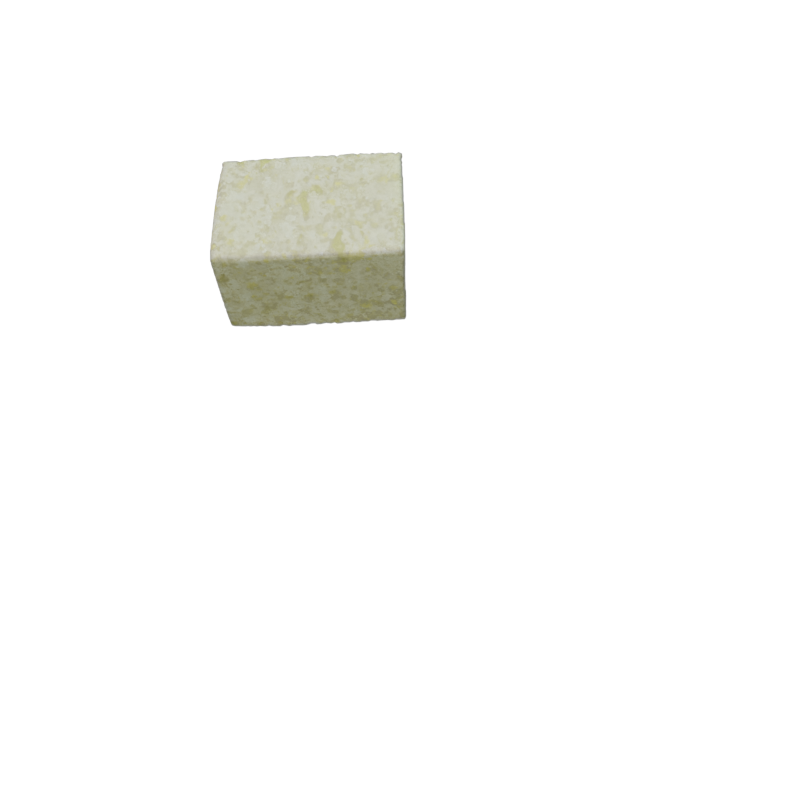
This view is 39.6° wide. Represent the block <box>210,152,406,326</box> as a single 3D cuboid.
[{"bbox_3d":[-0.037,-0.067,0.466,0.078,0.055,0.049,-2,-32,2],"label":"block"}]
